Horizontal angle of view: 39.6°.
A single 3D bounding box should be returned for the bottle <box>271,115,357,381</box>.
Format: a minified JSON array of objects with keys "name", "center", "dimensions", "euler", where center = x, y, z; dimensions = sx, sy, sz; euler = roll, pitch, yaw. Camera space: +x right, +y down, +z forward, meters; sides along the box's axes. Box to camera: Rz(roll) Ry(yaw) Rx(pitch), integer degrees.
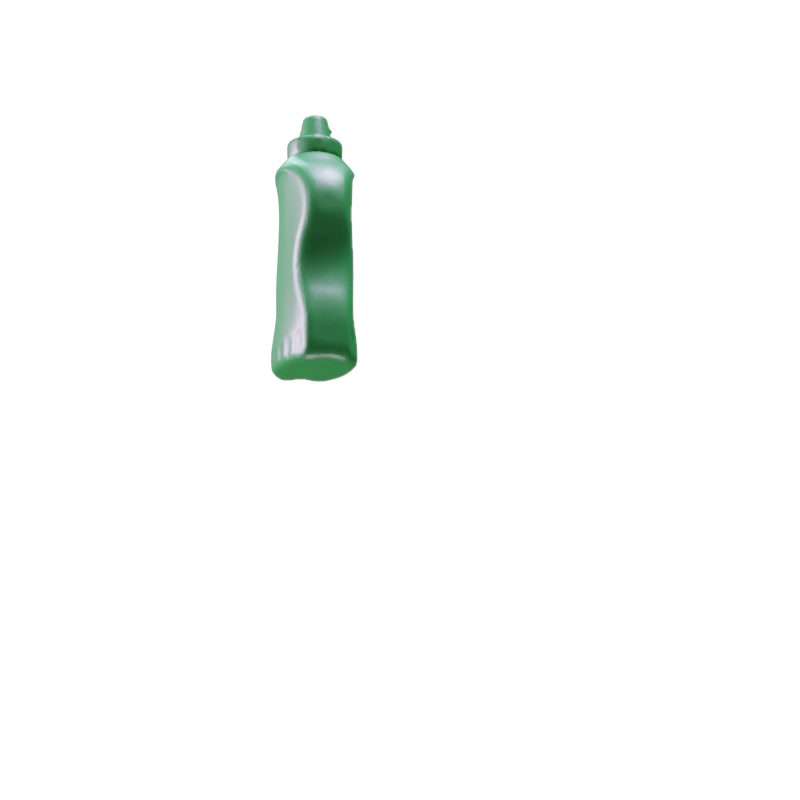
[{"name":"bottle","center":[-0.062,-0.114,0.801],"dimensions":[0.057,0.199,0.094],"euler":[3,-16,-13]}]
